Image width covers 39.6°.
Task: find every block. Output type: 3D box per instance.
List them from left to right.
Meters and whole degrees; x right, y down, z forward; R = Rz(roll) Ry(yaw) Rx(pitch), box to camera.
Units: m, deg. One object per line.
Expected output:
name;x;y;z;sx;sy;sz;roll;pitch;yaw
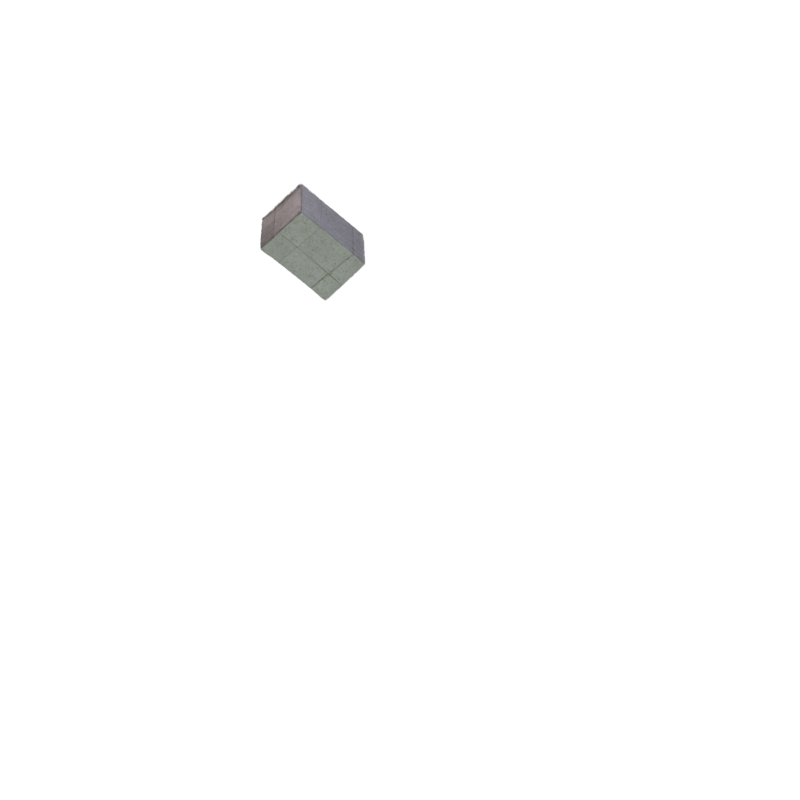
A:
block;-0.075;-0.136;0.955;0.074;0.052;0.055;39;25;-24
